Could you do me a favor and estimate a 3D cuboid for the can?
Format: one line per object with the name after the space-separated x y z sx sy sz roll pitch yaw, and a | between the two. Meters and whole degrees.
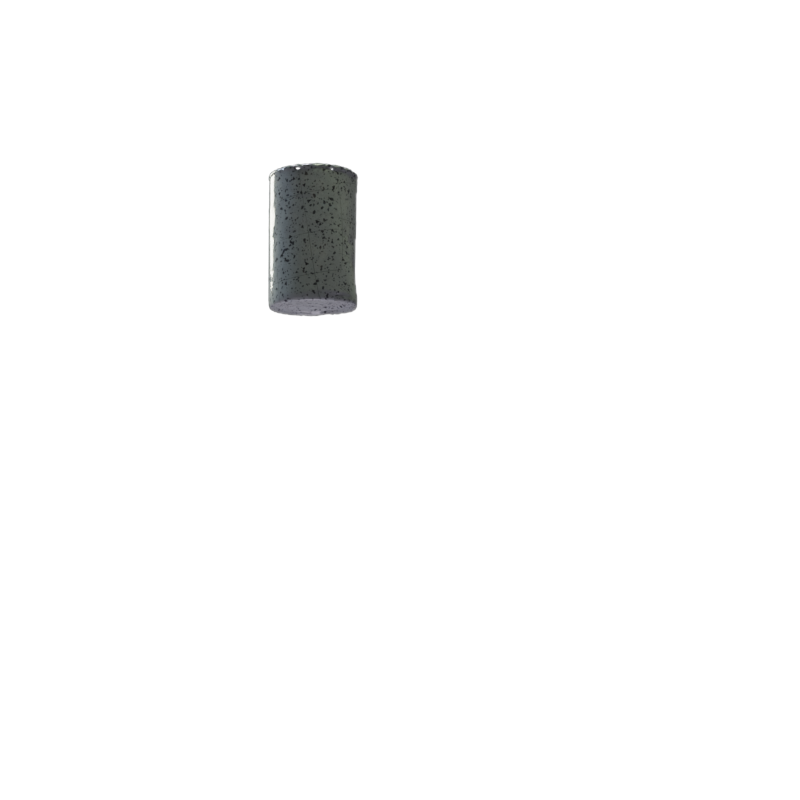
-0.065 -0.118 0.830 0.068 0.105 0.067 0 -12 -2 | can
